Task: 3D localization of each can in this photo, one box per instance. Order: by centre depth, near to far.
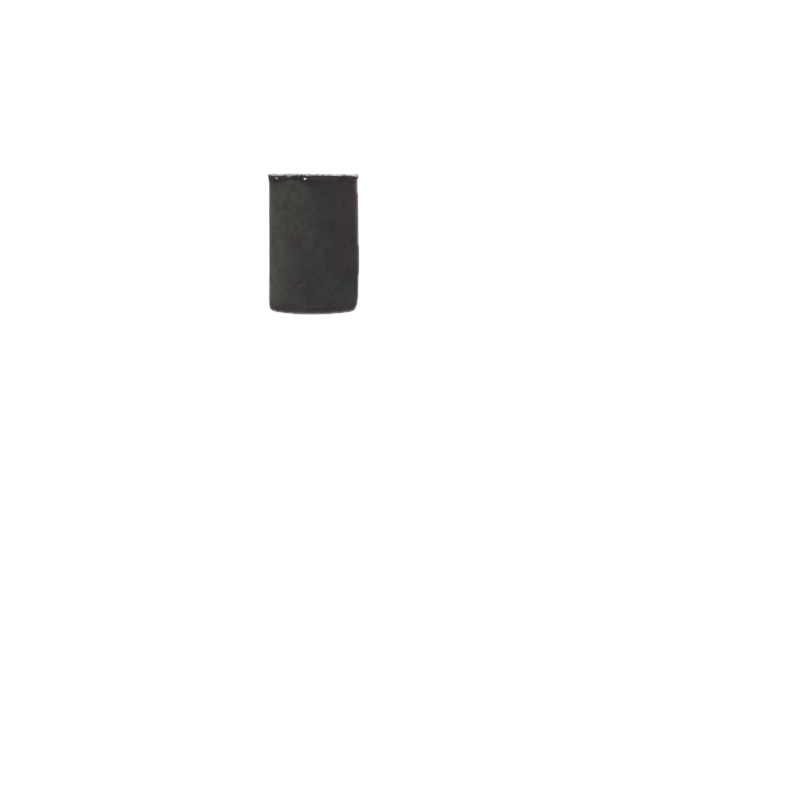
[{"bbox_3d":[-0.065,-0.119,0.832,0.068,0.101,0.070,0,6,-2],"label":"can"}]
